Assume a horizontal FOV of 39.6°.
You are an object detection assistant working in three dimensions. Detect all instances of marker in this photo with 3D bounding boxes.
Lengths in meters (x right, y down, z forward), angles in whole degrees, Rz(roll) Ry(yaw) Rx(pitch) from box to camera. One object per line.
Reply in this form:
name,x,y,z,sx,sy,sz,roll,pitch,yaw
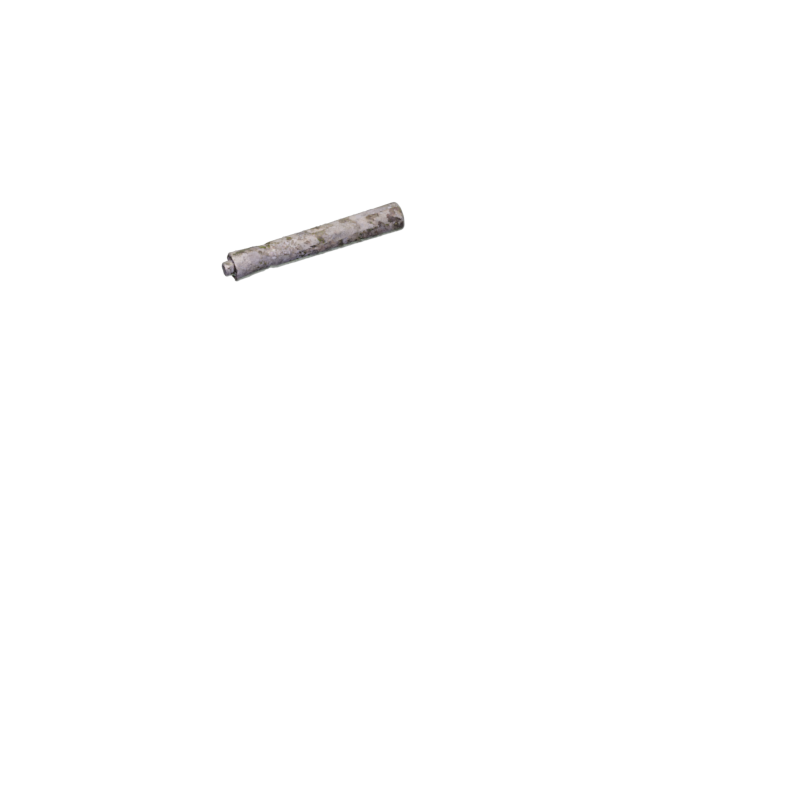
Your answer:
marker,-0.055,-0.100,0.700,0.120,0.019,0.020,-20,10,-17
